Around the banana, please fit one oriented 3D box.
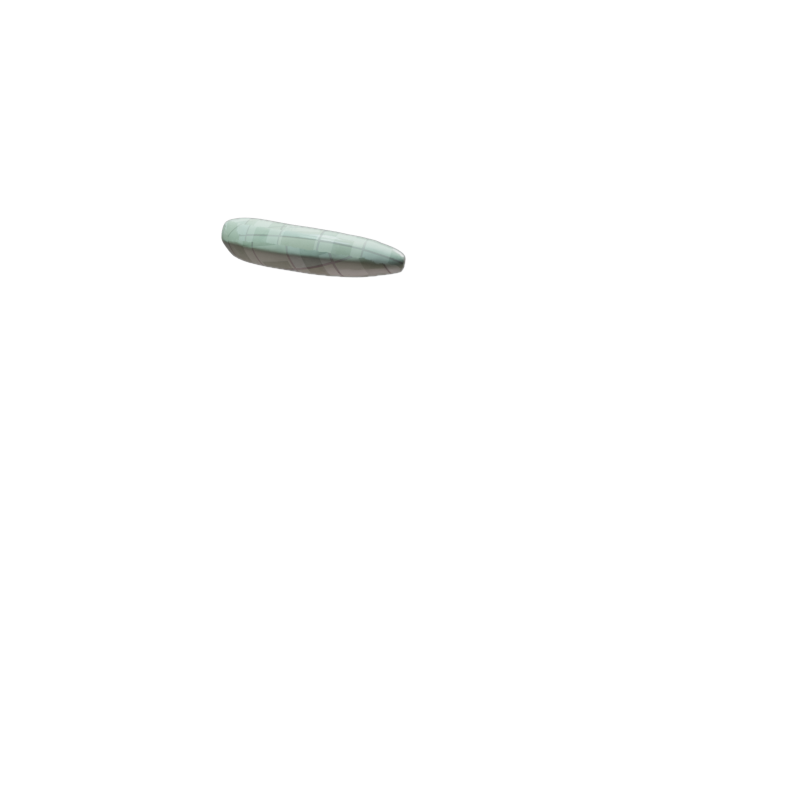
[{"bbox_3d":[-0.087,-0.128,0.909,0.068,0.036,0.209,-15,23,-42],"label":"banana"}]
